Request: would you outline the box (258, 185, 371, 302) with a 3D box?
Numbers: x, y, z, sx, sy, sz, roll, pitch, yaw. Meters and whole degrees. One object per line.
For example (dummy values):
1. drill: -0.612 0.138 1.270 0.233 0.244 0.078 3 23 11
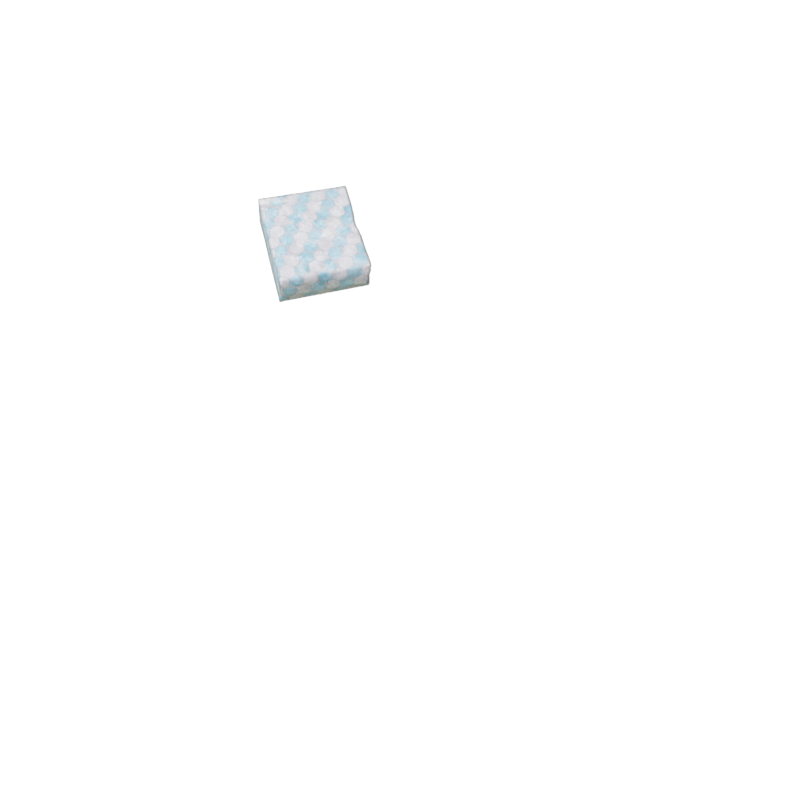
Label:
1. box: -0.069 -0.125 0.878 0.072 0.096 0.028 -11 -36 -8
